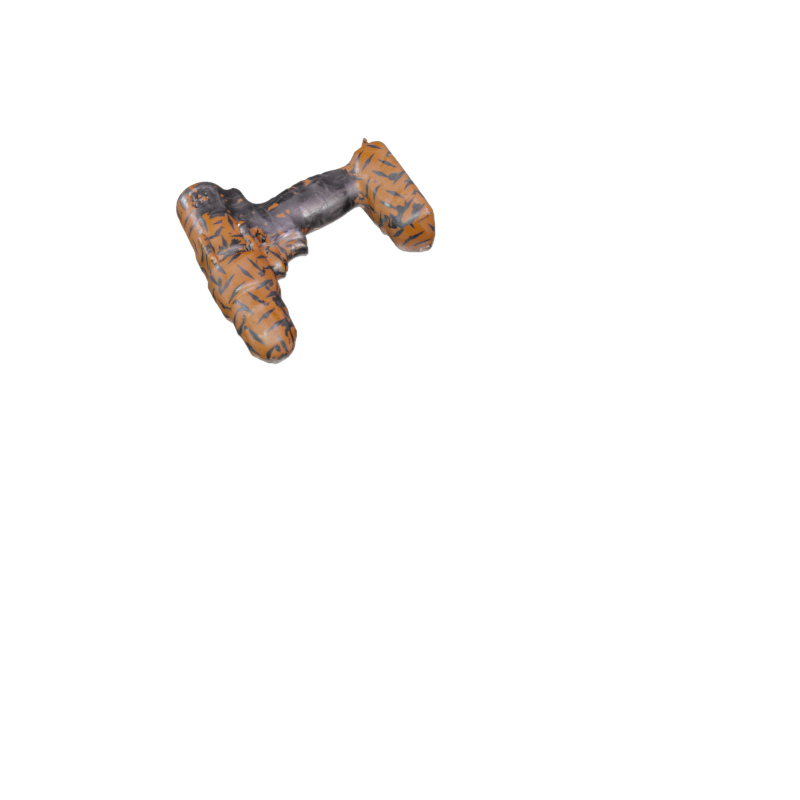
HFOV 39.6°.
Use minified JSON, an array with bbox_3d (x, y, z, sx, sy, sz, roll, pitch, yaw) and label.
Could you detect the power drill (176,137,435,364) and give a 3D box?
[{"bbox_3d":[-0.070,-0.128,0.894,0.186,0.199,0.053,-21,-34,-15],"label":"power drill"}]
